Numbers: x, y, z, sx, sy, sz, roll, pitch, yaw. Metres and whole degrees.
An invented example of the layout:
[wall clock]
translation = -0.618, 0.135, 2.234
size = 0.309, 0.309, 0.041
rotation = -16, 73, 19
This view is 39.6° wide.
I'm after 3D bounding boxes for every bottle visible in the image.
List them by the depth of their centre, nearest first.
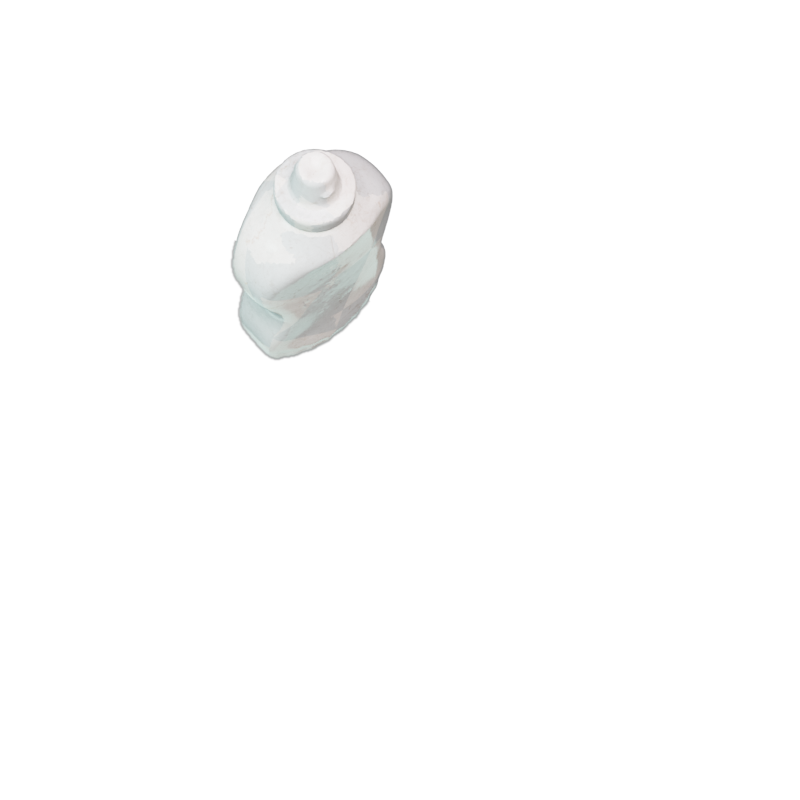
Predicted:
[bottle]
translation = -0.047, -0.087, 0.609
size = 0.097, 0.060, 0.184
rotation = -39, -9, -13
